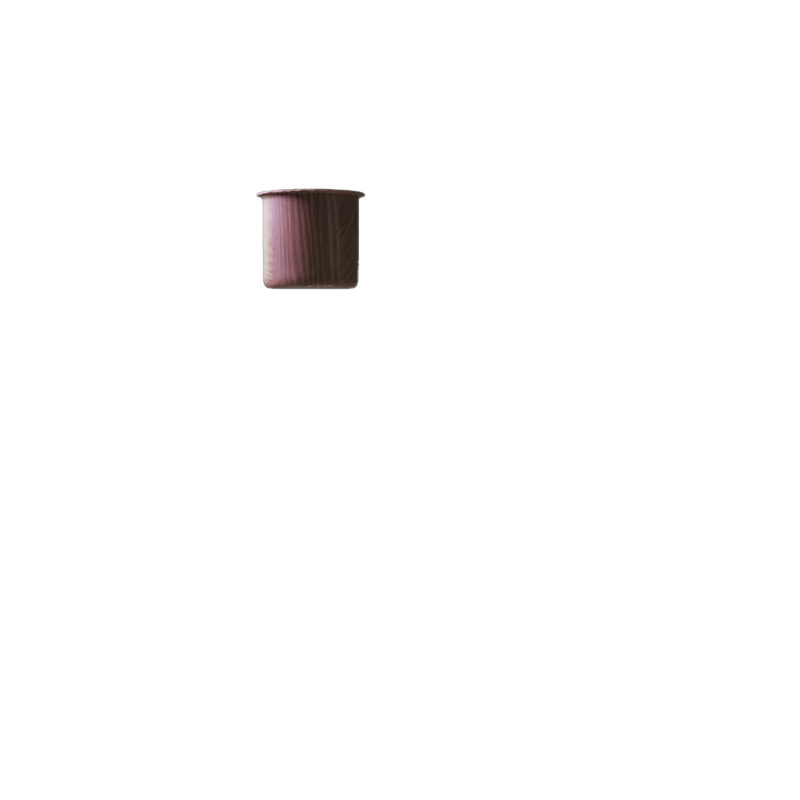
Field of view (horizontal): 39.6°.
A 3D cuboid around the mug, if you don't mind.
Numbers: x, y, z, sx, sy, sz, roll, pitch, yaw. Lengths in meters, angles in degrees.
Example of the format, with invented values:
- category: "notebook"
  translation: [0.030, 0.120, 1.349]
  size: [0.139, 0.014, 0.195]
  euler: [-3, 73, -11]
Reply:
- category: "mug"
  translation: [-0.075, -0.136, 0.954]
  size: [0.094, 0.082, 0.116]
  euler: [0, 3, 7]
